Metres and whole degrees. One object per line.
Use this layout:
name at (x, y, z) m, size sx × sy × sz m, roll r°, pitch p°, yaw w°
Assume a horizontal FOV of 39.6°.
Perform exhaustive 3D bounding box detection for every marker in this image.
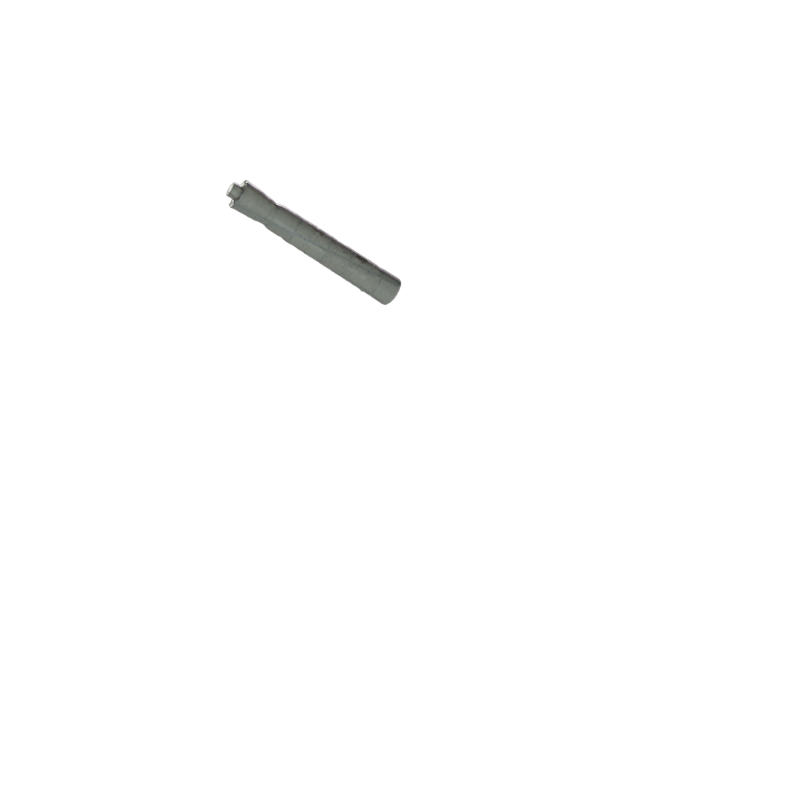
marker at (-0.052, -0.095, 0.663) m, size 0.116 × 0.020 × 0.020 m, roll 31°, pitch -8°, yaw -18°
